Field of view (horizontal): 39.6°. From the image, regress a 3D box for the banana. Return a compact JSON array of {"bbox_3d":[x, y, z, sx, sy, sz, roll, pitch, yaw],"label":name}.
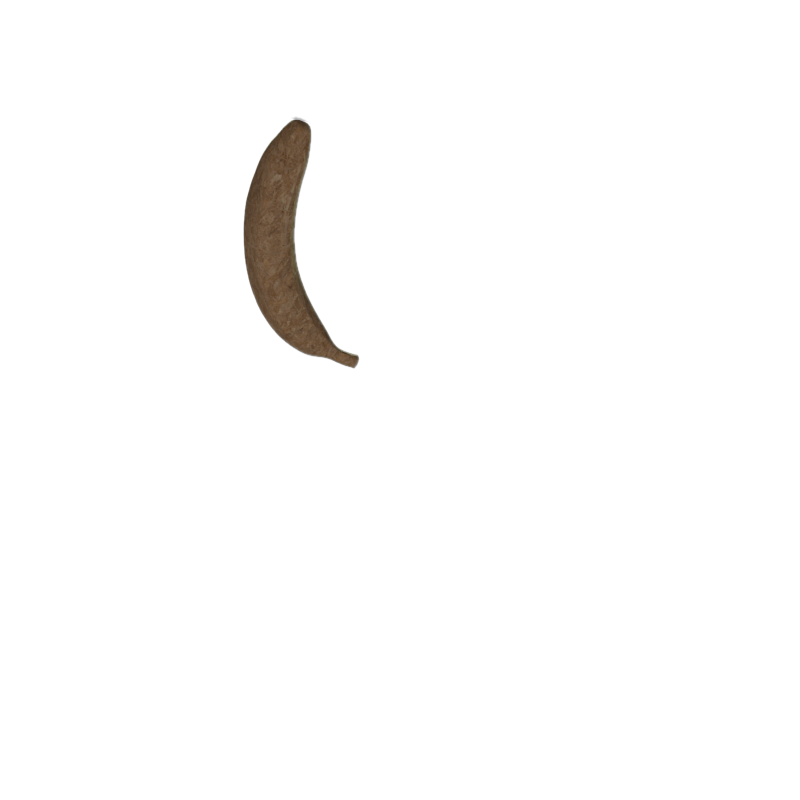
[{"bbox_3d":[-0.081,-0.109,0.815,0.070,0.187,0.039,-10,25,4],"label":"banana"}]
